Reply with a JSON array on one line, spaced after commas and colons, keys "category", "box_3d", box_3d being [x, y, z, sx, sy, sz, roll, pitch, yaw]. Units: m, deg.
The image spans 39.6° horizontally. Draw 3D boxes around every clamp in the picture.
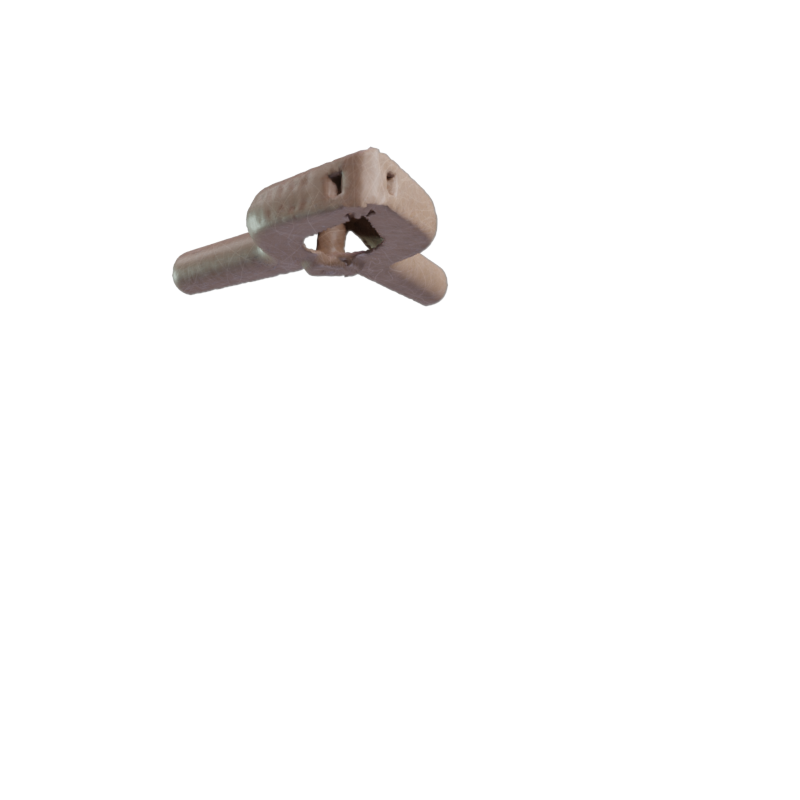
[{"category": "clamp", "box_3d": [-0.046, -0.083, 0.584, 0.164, 0.037, 0.205, 0, -8, -3]}]
